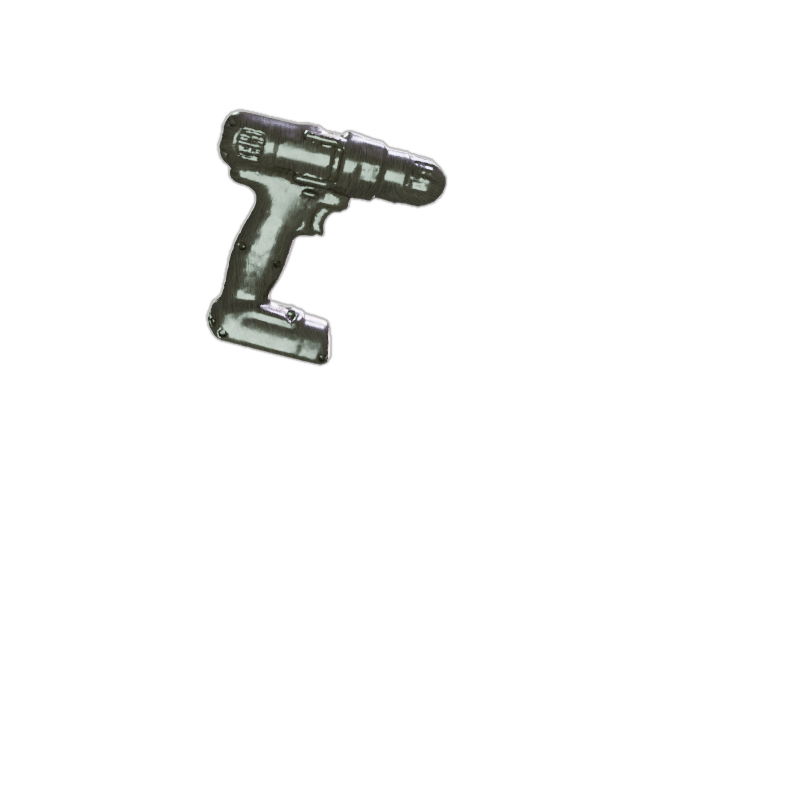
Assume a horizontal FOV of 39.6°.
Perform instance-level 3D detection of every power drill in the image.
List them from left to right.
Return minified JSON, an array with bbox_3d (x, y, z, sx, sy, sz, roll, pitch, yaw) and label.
[{"bbox_3d":[-0.070,-0.128,0.897,0.183,0.184,0.059,14,9,-3],"label":"power drill"}]
